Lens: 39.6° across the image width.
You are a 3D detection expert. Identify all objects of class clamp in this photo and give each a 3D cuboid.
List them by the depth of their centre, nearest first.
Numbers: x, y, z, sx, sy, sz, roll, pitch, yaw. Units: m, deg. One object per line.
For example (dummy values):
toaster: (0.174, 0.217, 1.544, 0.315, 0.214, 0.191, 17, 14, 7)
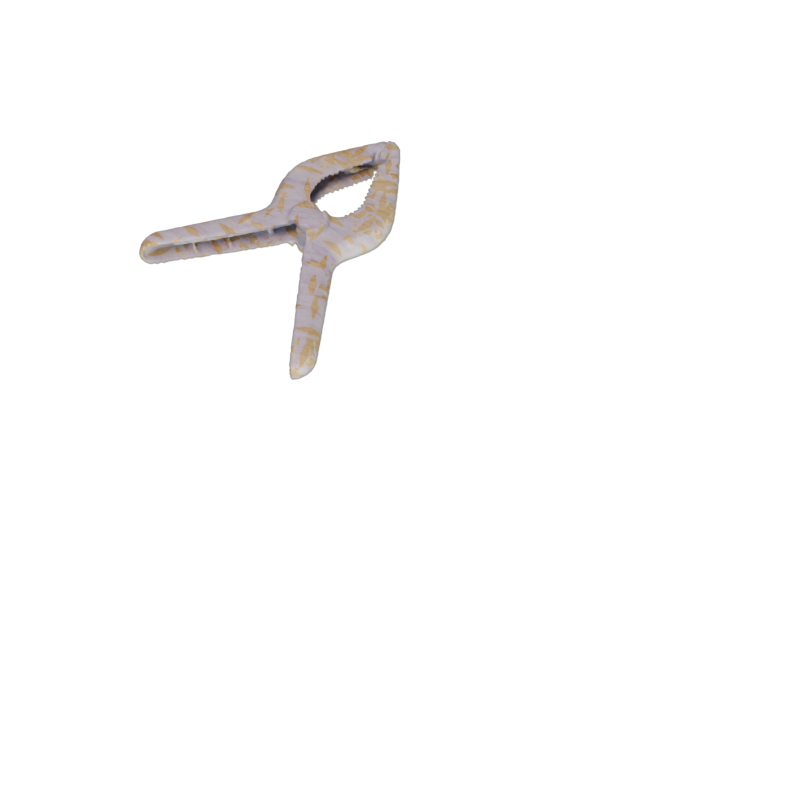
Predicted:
clamp: (-0.065, -0.118, 0.824, 0.211, 0.175, 0.034, -37, -26, -22)
